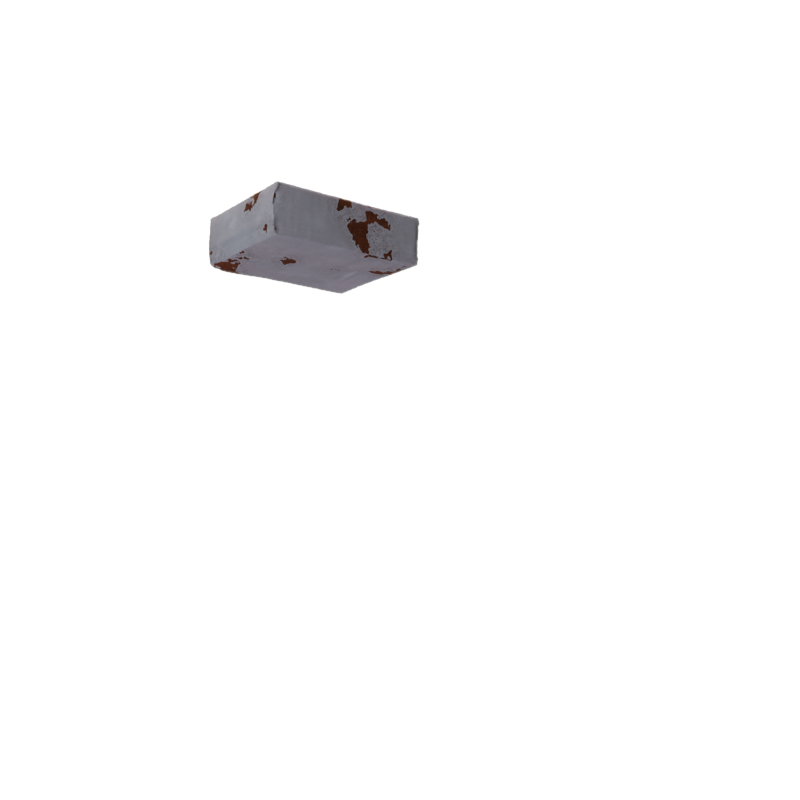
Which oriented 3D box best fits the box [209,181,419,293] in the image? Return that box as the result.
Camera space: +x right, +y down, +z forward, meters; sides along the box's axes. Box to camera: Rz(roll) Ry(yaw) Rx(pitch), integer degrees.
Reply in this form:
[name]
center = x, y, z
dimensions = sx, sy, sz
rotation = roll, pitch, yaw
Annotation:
[box]
center = -0.058, -0.105, 0.735
dimensions = 0.108, 0.040, 0.091
rotation = 7, -14, -34
